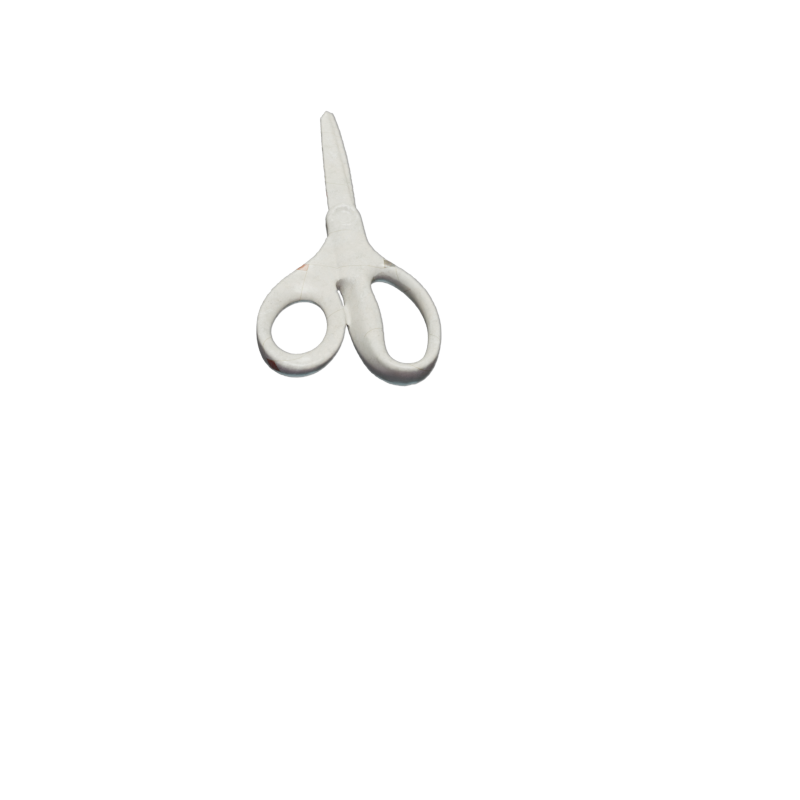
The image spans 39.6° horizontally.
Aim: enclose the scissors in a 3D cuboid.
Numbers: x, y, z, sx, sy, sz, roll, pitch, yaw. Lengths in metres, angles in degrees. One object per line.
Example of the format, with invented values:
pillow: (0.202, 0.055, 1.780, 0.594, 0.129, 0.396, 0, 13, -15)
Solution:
scissors: (-0.045, -0.082, 0.573, 0.095, 0.218, 0.015, -16, -41, -14)
